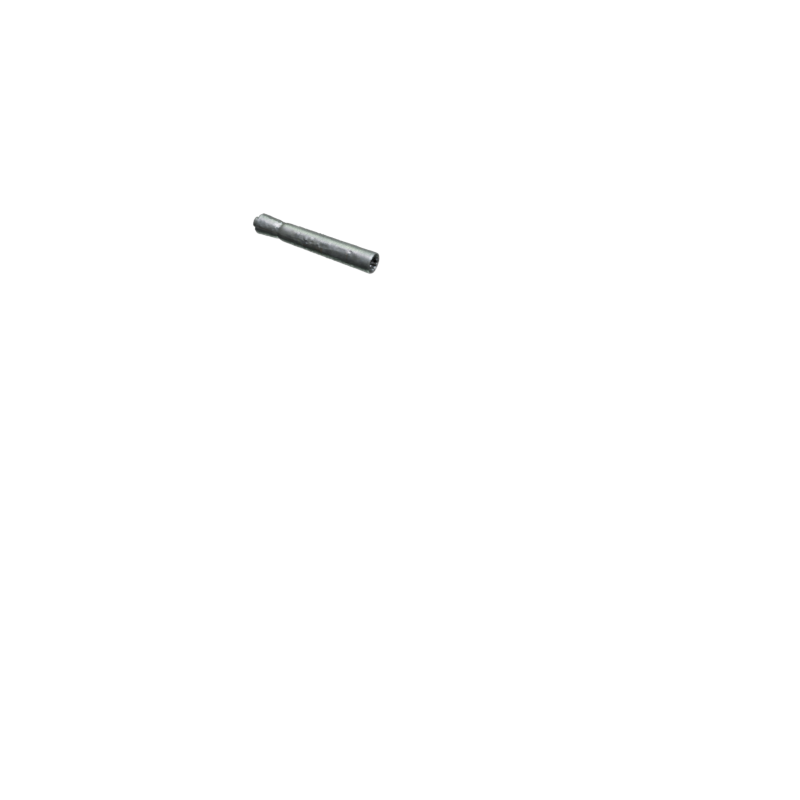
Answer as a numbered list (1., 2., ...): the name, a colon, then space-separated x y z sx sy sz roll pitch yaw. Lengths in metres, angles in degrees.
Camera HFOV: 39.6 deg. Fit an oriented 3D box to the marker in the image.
1. marker: -0.074 -0.136 0.949 0.127 0.019 0.019 23 13 25
